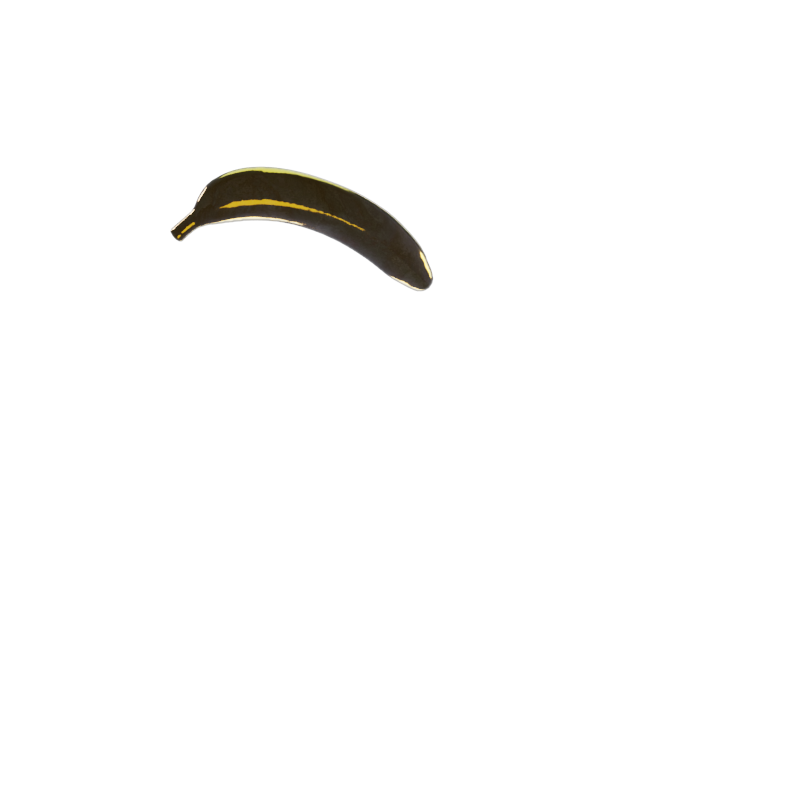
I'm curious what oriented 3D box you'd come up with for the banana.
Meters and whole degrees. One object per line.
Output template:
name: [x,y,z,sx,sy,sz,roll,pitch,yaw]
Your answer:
banana: [-0.061,-0.128,0.797,0.194,0.066,0.039,12,42,-12]
